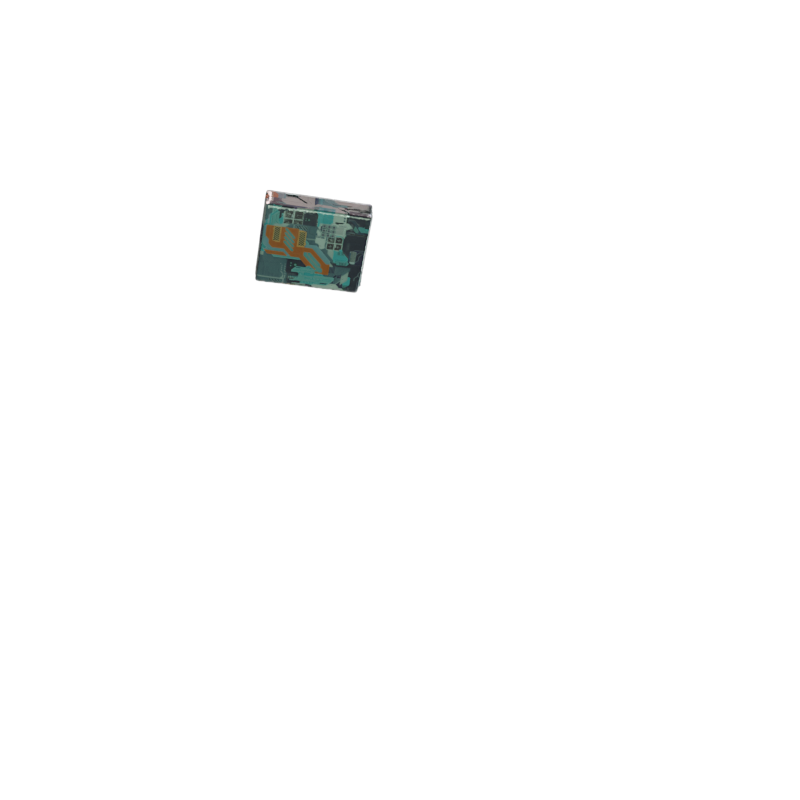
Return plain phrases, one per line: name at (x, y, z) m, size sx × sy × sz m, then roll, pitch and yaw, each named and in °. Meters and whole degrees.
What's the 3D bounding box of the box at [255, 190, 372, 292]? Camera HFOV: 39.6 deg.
box at (-0.072, -0.131, 0.918) m, size 0.089 × 0.069 × 0.032 m, roll 7°, pitch 31°, yaw -5°
